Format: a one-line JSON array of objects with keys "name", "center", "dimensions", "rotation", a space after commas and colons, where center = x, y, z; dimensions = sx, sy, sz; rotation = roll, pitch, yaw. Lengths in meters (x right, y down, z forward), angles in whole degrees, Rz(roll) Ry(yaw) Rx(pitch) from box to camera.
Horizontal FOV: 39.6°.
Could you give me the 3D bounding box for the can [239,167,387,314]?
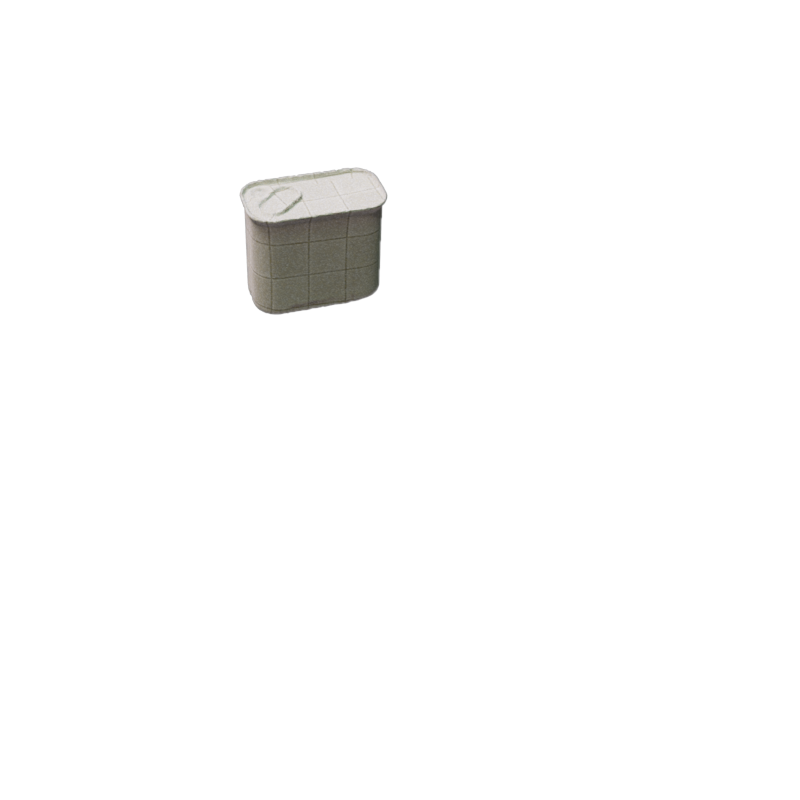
[{"name": "can", "center": [-0.063, -0.115, 0.806], "dimensions": [0.101, 0.078, 0.062], "rotation": [-10, 39, -14]}]
